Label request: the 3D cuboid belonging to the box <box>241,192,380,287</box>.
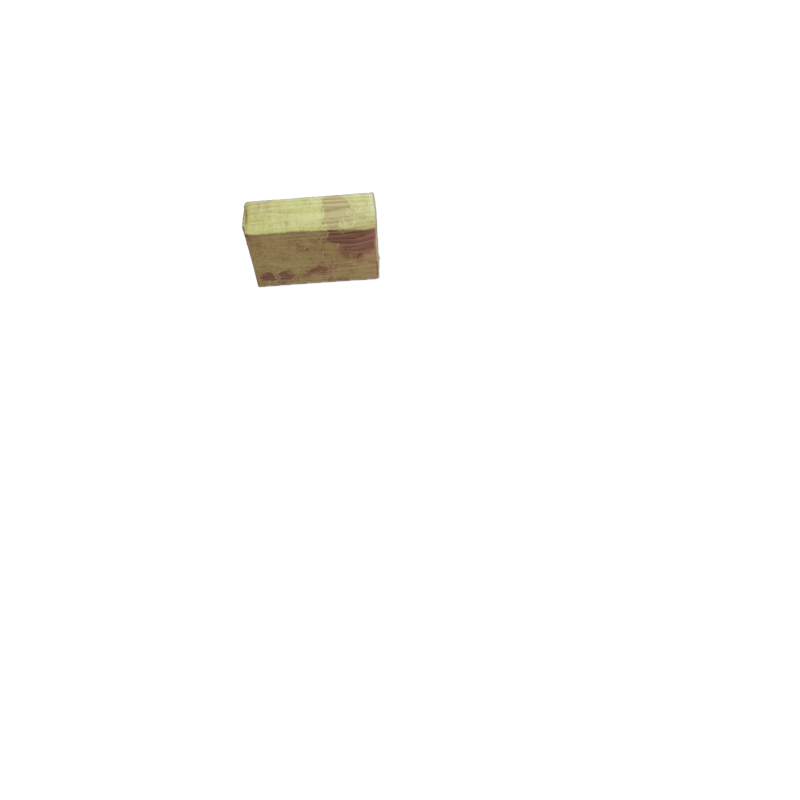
[{"bbox_3d":[-0.075,-0.137,0.962,0.114,0.041,0.084,-2,-26,3],"label":"box"}]
